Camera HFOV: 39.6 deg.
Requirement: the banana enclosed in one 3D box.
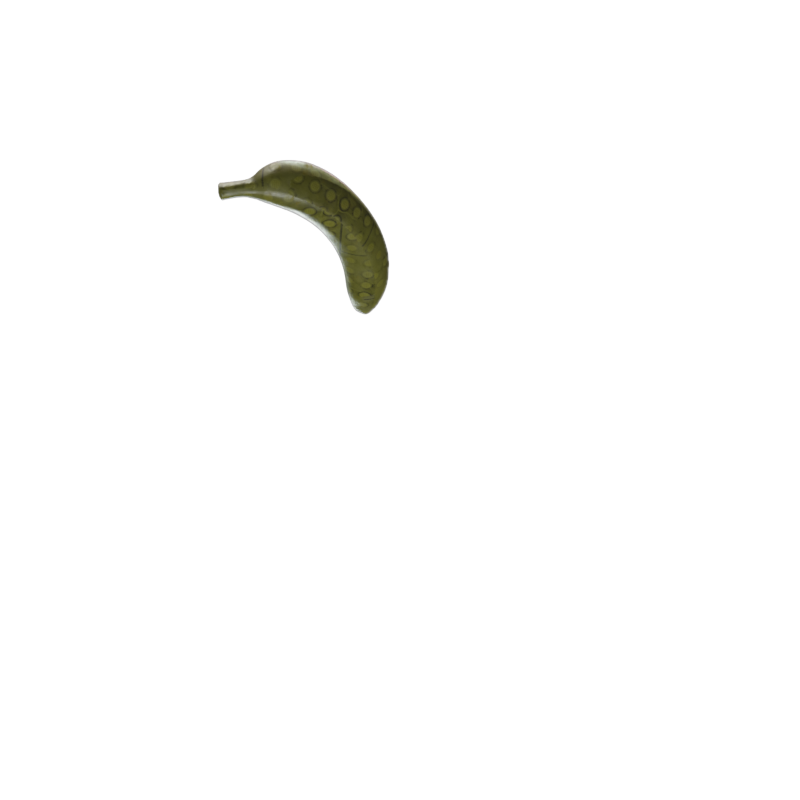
[{"bbox_3d":[-0.051,-0.126,0.827,0.070,0.039,0.183,-19,-36,27],"label":"banana"}]
